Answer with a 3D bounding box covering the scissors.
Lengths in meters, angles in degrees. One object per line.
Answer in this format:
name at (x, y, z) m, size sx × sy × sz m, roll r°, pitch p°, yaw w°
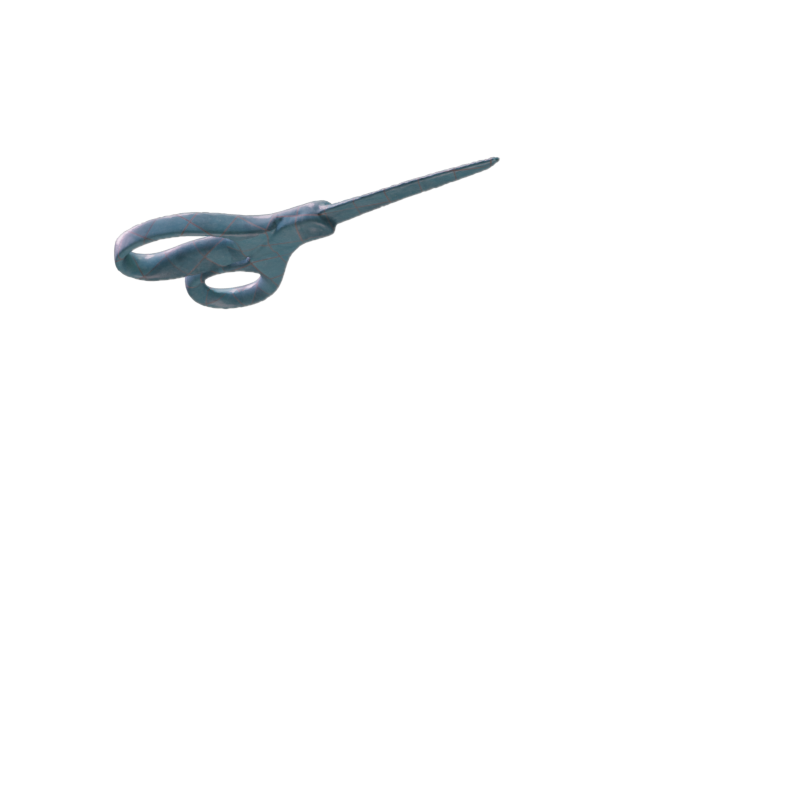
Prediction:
scissors at (-0.043, -0.078, 0.550) m, size 0.205 × 0.017 × 0.090 m, roll -6°, pitch -23°, yaw 16°
